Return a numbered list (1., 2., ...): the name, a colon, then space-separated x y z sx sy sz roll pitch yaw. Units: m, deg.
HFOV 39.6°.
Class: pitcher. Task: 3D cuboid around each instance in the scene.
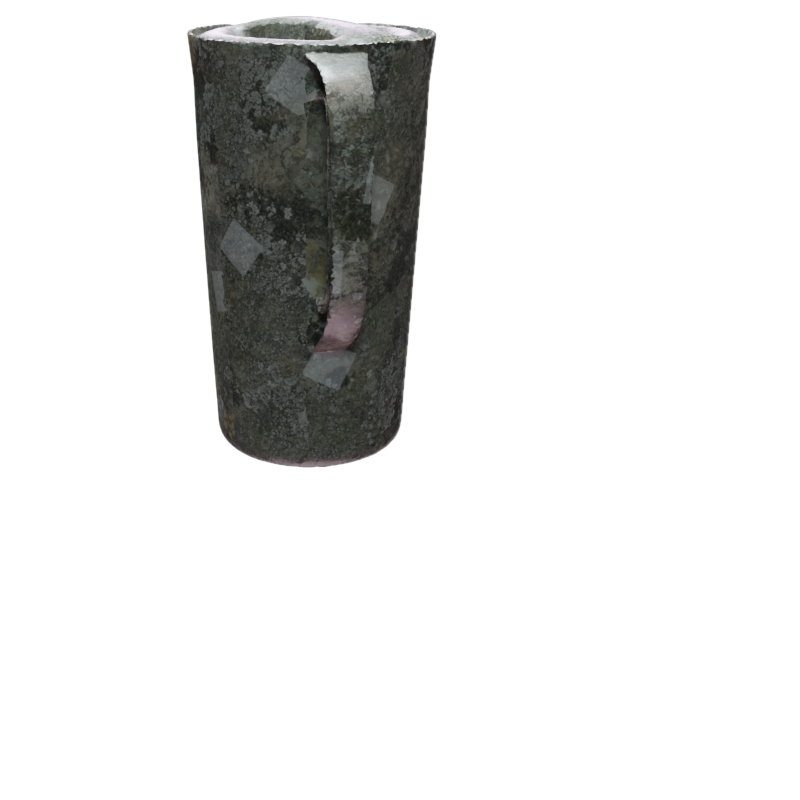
1. pitcher: -0.048 -0.088 0.615 0.151 0.234 0.148 11 20 29
